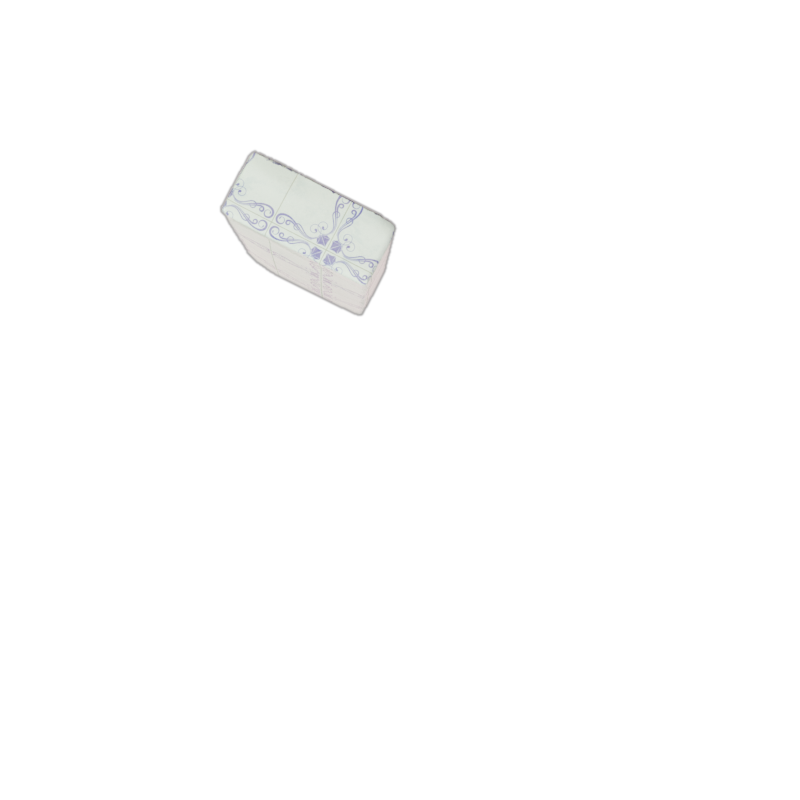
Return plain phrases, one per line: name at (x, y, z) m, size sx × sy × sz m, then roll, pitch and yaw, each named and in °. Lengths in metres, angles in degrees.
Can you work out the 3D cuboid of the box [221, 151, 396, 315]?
box at (-0.054, -0.099, 0.689) m, size 0.094 × 0.049 × 0.174 m, roll 28°, pitch -5°, yaw -1°
